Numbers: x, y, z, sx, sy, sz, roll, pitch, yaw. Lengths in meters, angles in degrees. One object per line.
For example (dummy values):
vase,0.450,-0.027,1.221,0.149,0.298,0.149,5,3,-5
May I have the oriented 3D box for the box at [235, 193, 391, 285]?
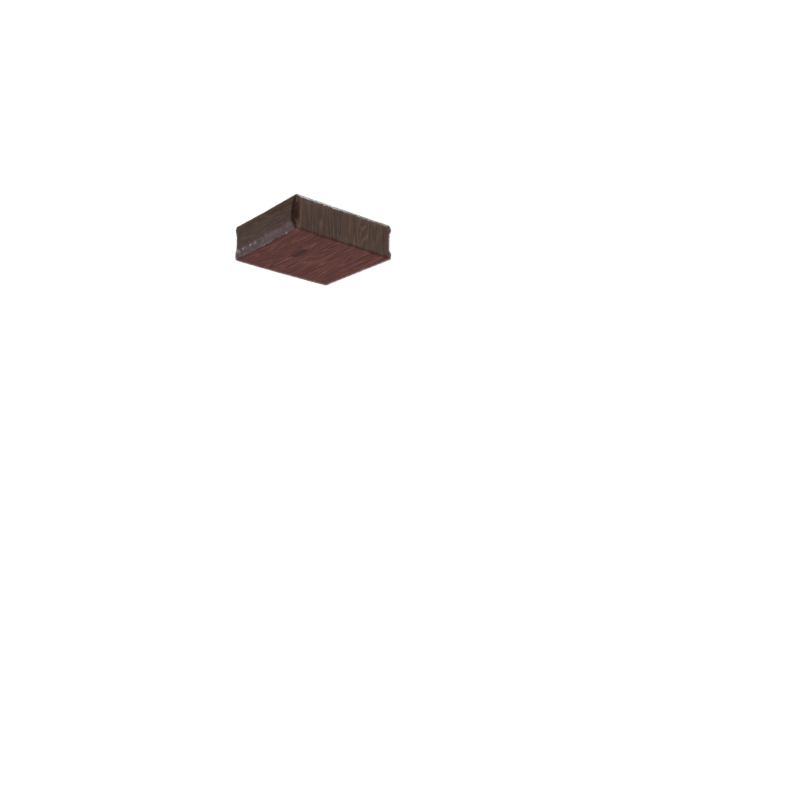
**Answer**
box,-0.062,-0.114,0.798,0.085,0.032,0.074,13,-21,-38
